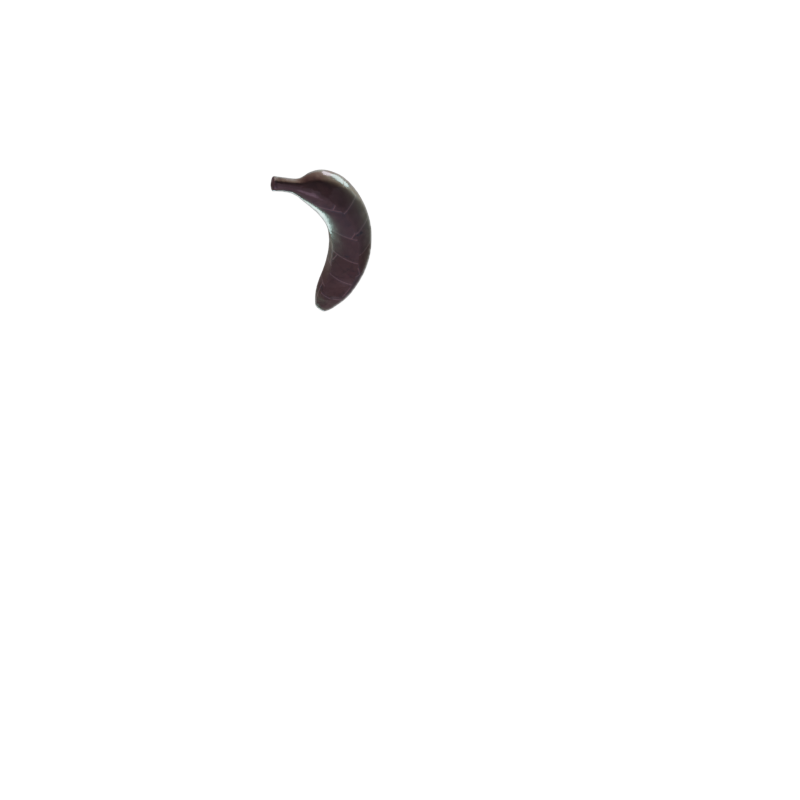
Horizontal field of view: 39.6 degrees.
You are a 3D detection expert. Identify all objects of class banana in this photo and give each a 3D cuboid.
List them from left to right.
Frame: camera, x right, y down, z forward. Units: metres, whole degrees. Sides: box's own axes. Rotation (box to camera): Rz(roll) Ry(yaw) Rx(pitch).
[{"bbox_3d":[-0.058,-0.143,0.967,0.070,0.039,0.183,-6,-32,7],"label":"banana"}]
